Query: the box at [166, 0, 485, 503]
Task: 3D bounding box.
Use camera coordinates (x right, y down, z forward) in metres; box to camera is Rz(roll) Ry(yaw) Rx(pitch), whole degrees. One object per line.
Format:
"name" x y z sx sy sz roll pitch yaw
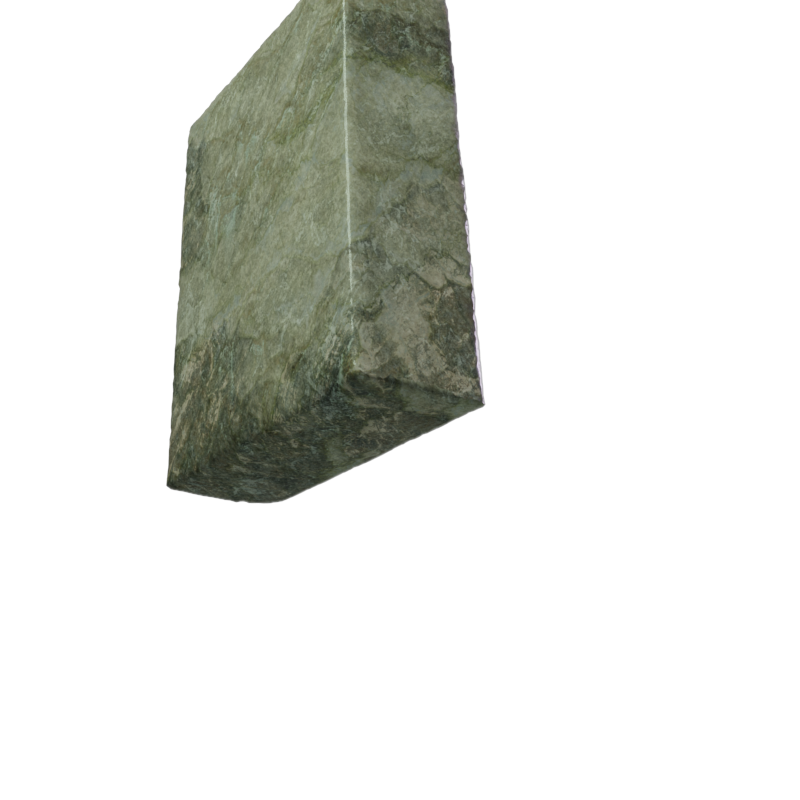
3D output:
"box" -0.041 -0.076 0.530 0.068 0.227 0.162 17 -32 -32
